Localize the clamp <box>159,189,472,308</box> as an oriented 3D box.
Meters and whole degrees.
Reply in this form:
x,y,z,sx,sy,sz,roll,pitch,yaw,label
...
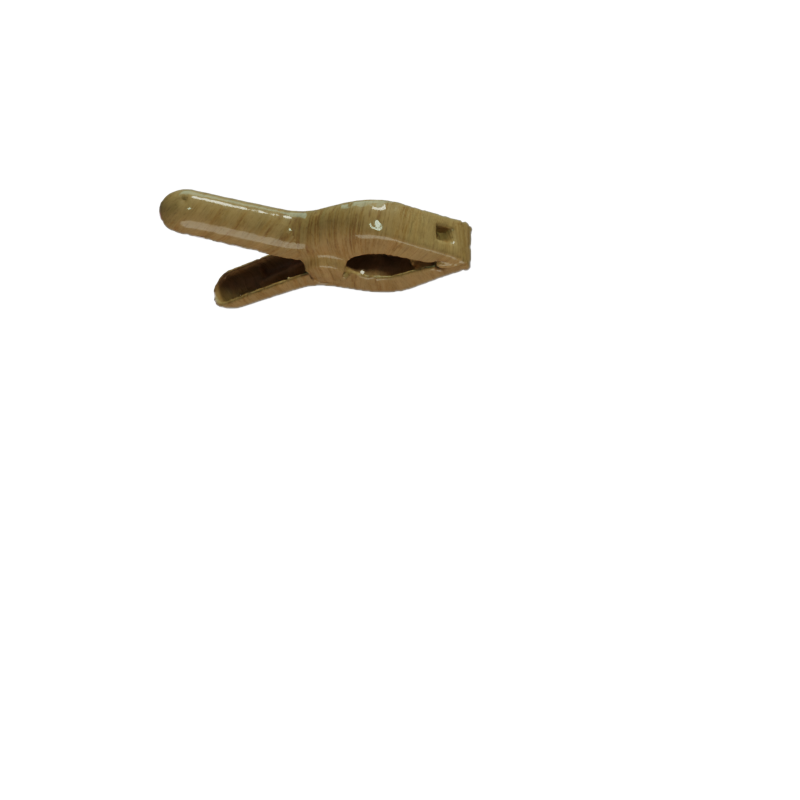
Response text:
x,y,z,sx,sy,sz,roll,pitch,yaw,label
-0.049,-0.090,0.628,0.174,0.041,0.113,-5,-17,18,clamp
